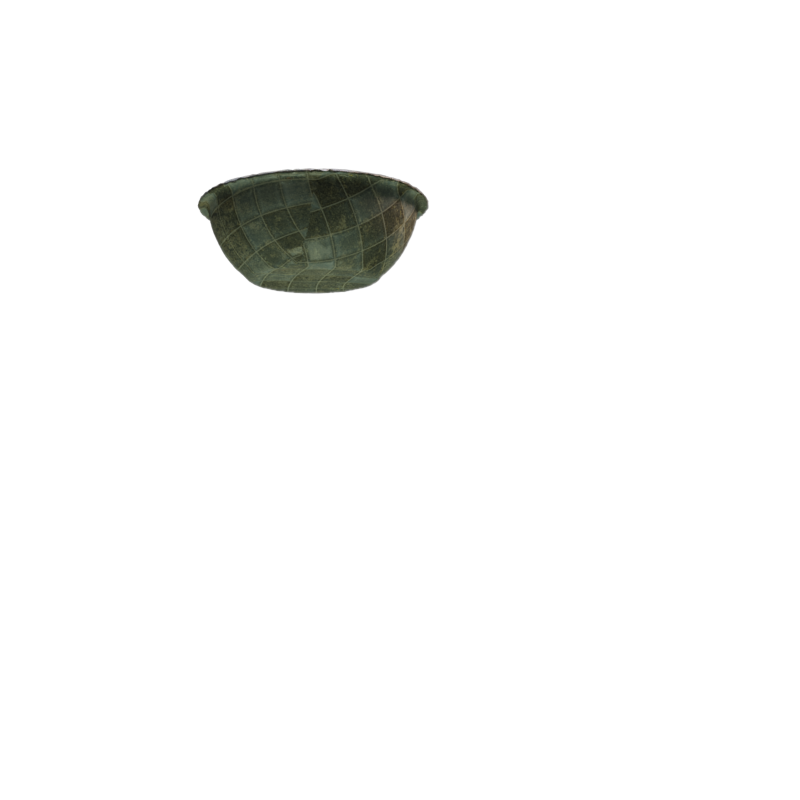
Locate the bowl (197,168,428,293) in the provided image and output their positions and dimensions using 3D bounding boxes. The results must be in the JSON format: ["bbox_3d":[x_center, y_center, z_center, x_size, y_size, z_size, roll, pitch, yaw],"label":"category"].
[{"bbox_3d":[-0.060,-0.110,0.773,0.162,0.057,0.158,0,-8,-2],"label":"bowl"}]
